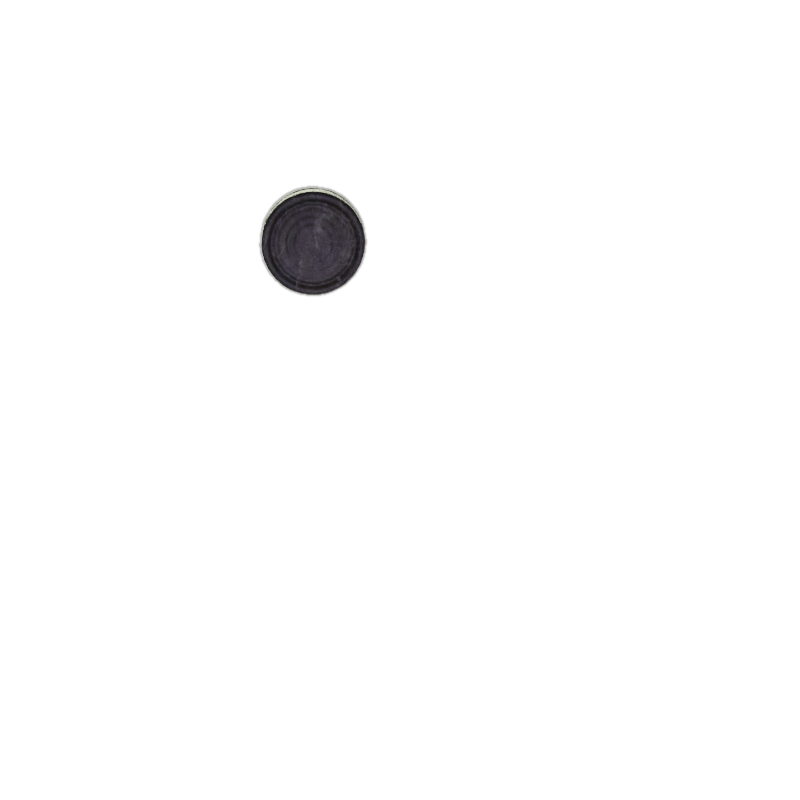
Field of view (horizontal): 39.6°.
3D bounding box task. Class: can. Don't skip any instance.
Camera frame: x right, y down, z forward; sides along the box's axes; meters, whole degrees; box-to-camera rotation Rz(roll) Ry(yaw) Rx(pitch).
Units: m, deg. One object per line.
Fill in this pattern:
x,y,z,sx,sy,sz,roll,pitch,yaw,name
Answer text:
-0.070,-0.129,0.901,0.086,0.084,0.034,0,9,-1,can
